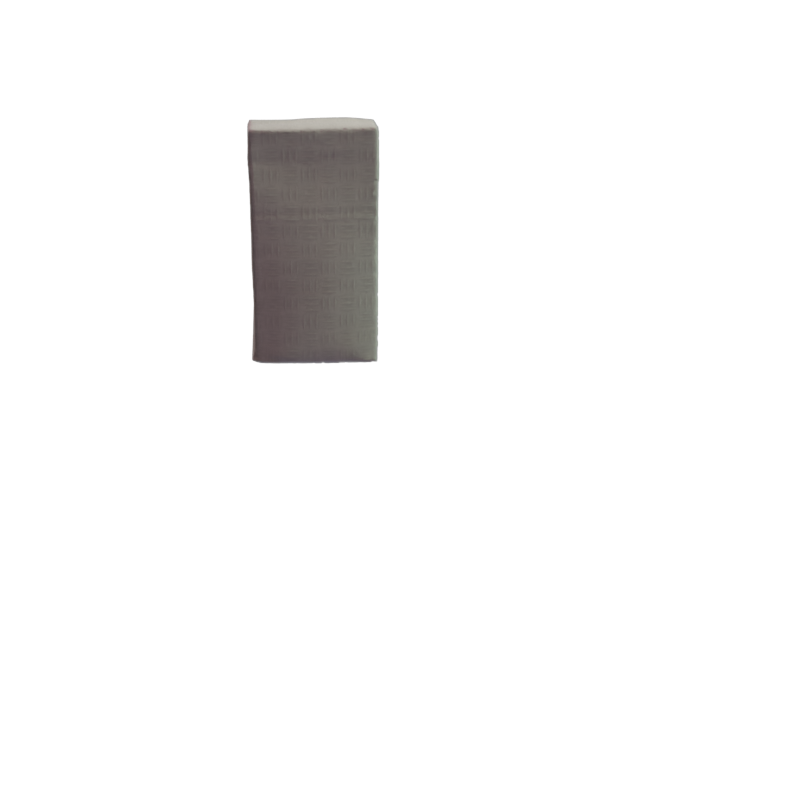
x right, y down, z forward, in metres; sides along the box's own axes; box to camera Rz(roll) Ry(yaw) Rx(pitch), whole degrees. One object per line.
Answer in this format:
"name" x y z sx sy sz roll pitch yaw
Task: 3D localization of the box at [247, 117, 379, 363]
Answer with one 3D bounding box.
"box" -0.063 -0.114 0.801 0.093 0.170 0.050 0 16 -4
